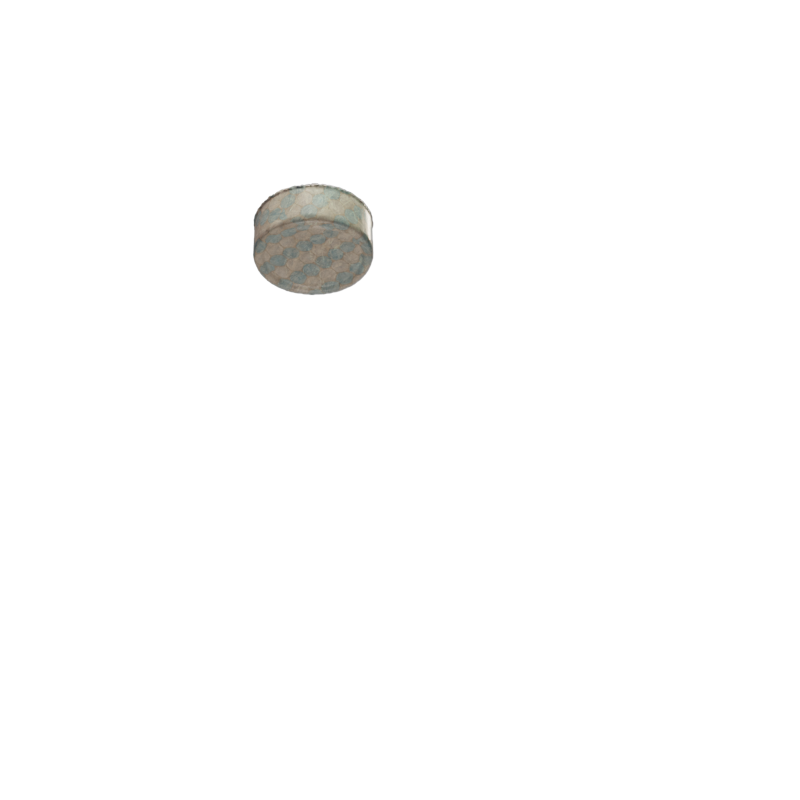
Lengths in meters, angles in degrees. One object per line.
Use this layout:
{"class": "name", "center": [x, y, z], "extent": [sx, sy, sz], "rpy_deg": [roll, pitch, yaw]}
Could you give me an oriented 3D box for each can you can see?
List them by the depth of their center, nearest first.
{"class": "can", "center": [-0.061, -0.112, 0.785], "extent": [0.086, 0.036, 0.080], "rpy_deg": [1, -36, -2]}
